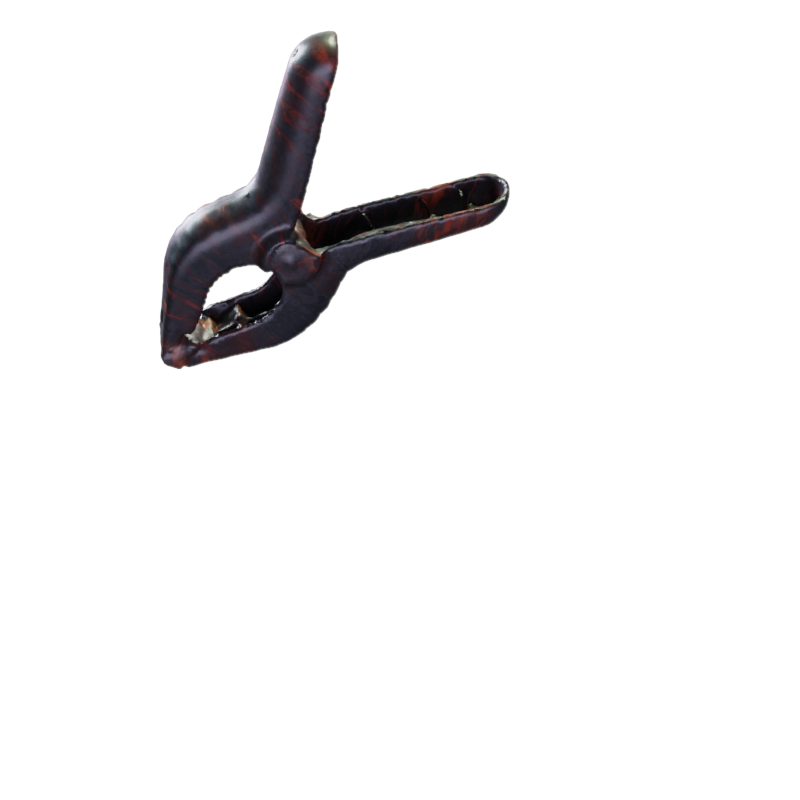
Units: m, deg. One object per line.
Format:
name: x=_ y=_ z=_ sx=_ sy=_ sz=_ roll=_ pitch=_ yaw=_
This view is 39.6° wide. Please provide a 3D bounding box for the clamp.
clamp: x=-0.038 y=-0.070 z=0.490 sx=0.115 sy=0.168 sz=0.042 roll=31 pitch=32 yaw=-23
